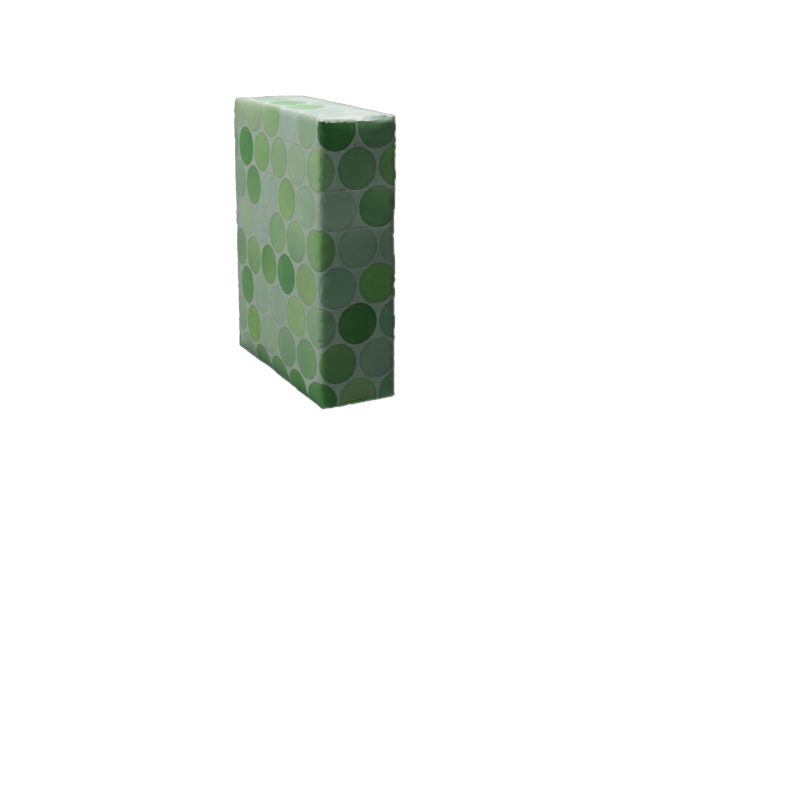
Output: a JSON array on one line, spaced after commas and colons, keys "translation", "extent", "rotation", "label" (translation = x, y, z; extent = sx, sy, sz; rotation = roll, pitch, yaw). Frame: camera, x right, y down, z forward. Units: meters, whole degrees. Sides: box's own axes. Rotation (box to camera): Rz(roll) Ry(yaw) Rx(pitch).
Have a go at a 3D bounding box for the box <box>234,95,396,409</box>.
[{"translation": [-0.067, -0.123, 0.861], "extent": [0.070, 0.207, 0.174], "rotation": [-7, 18, -27], "label": "box"}]
